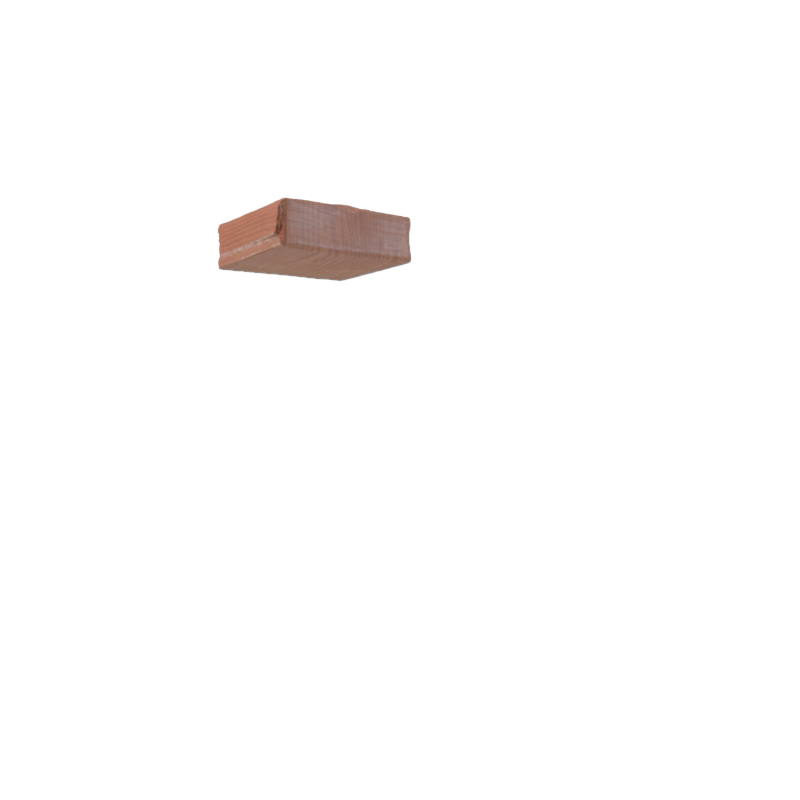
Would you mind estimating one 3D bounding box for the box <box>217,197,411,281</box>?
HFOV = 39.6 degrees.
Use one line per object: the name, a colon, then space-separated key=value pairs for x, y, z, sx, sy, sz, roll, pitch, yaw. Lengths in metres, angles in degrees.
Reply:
box: x=-0.050 y=-0.091 z=0.639 sx=0.086 sy=0.031 sz=0.074 roll=4 pitch=-7 yaw=-34
